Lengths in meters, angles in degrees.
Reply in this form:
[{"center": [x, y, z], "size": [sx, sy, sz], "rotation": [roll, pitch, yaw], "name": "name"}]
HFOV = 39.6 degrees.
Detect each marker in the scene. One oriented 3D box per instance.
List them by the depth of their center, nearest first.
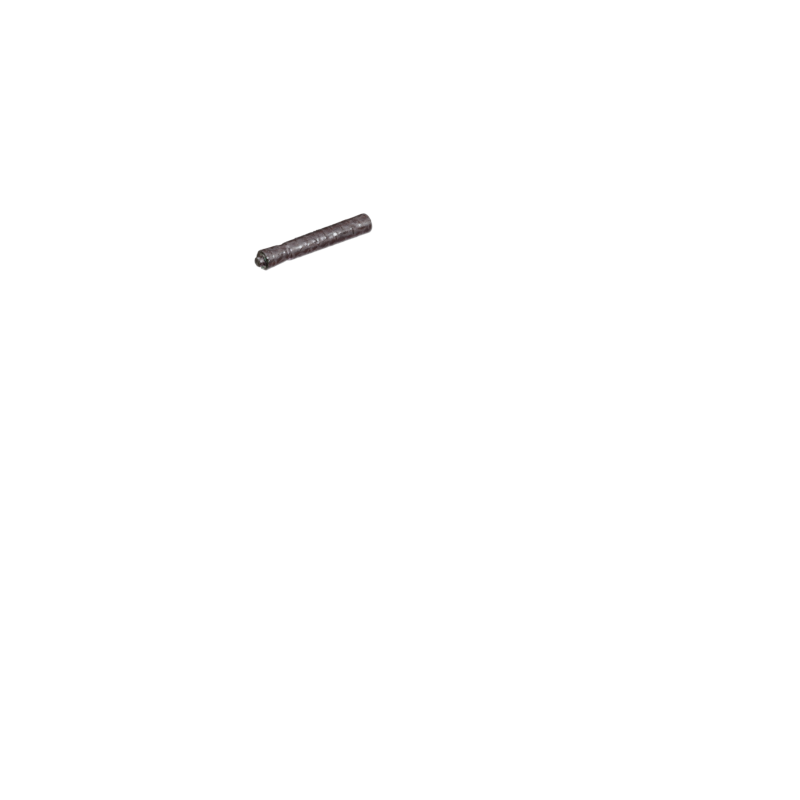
[{"center": [-0.077, -0.141, 0.986], "size": [0.120, 0.019, 0.021], "rotation": [-25, 17, -31], "name": "marker"}]
